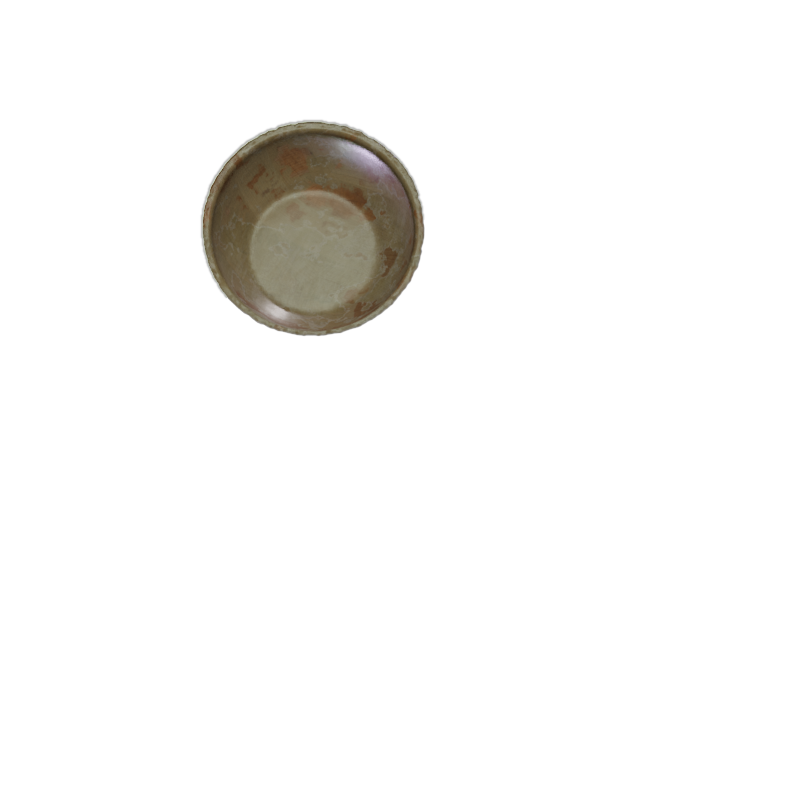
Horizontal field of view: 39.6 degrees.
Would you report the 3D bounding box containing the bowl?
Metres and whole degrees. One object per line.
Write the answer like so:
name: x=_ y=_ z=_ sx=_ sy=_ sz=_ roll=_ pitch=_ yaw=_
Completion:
bowl: x=-0.061 y=-0.111 z=0.779 sx=0.162 sy=0.156 sz=0.057 roll=0 pitch=18 yaw=-1
